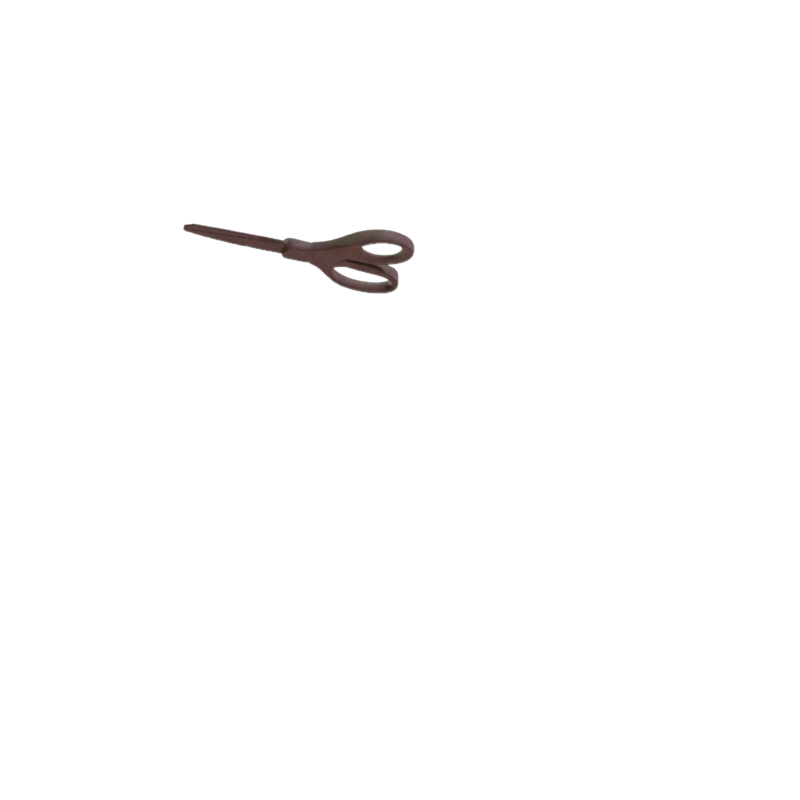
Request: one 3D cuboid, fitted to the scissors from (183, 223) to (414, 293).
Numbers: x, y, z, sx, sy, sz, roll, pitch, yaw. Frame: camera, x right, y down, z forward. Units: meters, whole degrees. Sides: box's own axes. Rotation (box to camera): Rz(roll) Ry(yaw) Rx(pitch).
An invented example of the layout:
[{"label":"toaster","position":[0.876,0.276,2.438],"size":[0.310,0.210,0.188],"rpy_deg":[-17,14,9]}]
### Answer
[{"label":"scissors","position":[-0.074,-0.135,0.944],"size":[0.191,0.017,0.095],"rpy_deg":[19,-33,-31]}]
